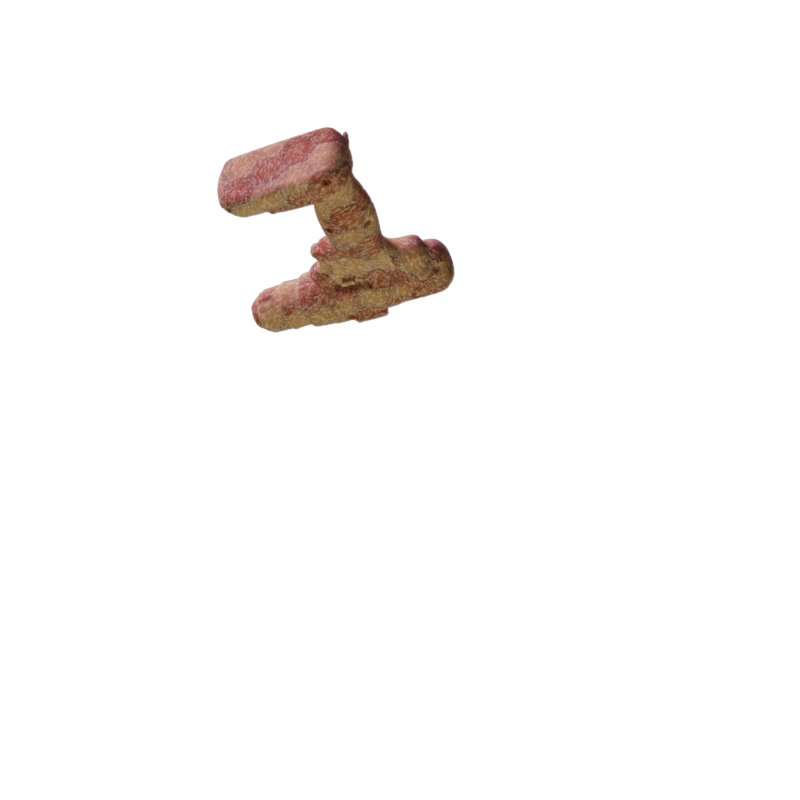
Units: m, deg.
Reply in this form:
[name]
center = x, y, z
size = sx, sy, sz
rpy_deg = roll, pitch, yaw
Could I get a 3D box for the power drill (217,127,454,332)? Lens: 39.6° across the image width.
[power drill]
center = -0.070, -0.128, 0.899
size = 0.186, 0.061, 0.173
rpy_deg = -15, -37, 20
